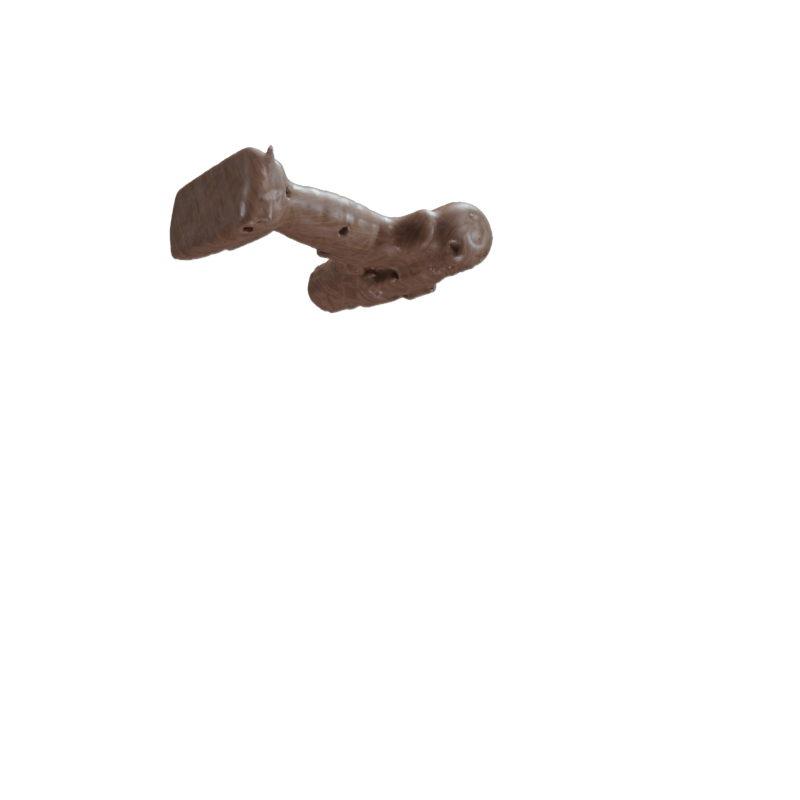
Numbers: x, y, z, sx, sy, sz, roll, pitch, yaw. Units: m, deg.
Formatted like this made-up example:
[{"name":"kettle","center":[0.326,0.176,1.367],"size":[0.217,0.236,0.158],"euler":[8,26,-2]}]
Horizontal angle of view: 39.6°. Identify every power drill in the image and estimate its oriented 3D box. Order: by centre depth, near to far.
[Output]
[{"name":"power drill","center":[-0.060,-0.109,0.764],"size":[0.179,0.060,0.186],"euler":[10,-17,-36]}]
